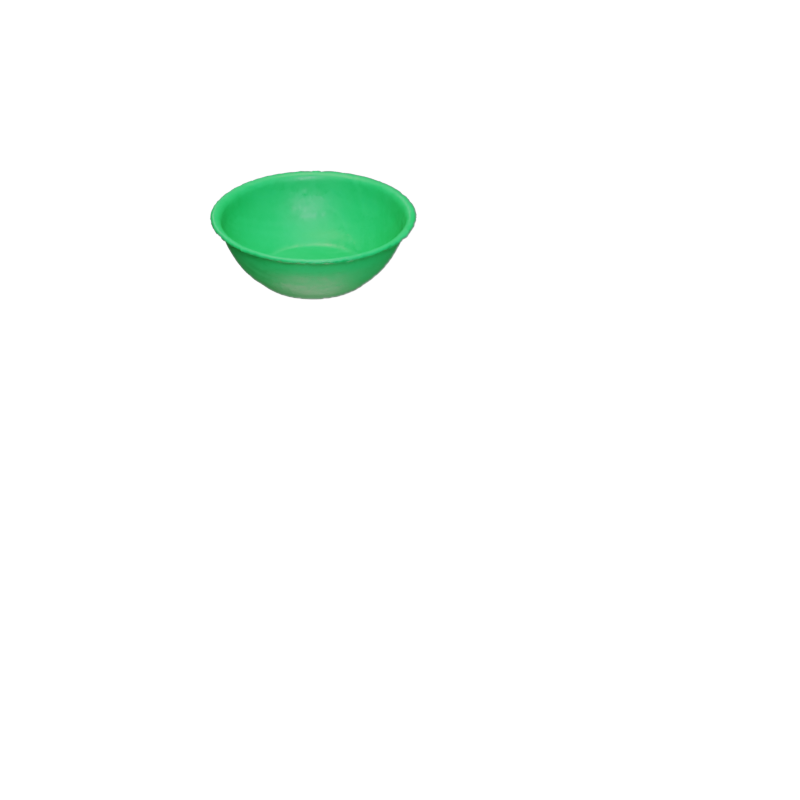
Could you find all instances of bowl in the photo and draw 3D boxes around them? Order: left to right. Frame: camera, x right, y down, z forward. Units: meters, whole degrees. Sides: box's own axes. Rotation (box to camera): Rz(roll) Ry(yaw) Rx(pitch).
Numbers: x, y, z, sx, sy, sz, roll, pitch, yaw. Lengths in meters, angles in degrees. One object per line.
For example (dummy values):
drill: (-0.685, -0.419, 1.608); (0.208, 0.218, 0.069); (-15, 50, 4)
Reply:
bowl: (-0.069, -0.126, 0.883); (0.162, 0.052, 0.173); (-1, 33, -2)
